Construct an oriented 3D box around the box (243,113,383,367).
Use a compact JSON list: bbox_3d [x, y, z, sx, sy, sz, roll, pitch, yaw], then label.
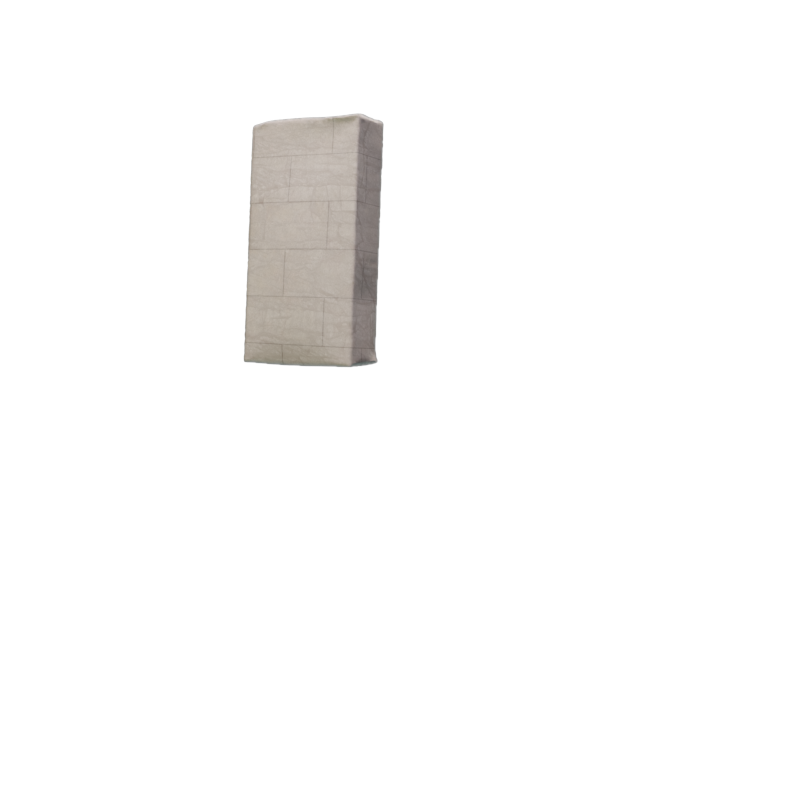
[{"bbox_3d":[-0.063,-0.114,0.796,0.096,0.177,0.046,-1,-2,30],"label":"box"}]
